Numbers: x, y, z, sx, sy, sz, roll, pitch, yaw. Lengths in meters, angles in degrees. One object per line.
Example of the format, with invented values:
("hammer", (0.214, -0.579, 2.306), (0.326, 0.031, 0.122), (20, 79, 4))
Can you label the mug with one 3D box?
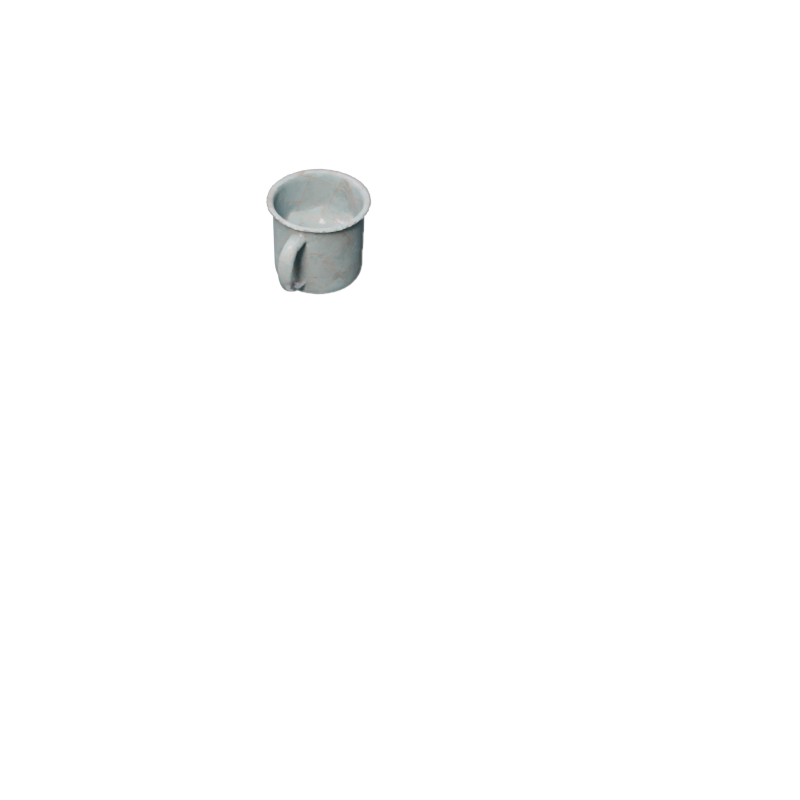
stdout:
("mug", (-0.078, -0.143, 1.000), (0.096, 0.076, 0.122), (15, 45, 14))
